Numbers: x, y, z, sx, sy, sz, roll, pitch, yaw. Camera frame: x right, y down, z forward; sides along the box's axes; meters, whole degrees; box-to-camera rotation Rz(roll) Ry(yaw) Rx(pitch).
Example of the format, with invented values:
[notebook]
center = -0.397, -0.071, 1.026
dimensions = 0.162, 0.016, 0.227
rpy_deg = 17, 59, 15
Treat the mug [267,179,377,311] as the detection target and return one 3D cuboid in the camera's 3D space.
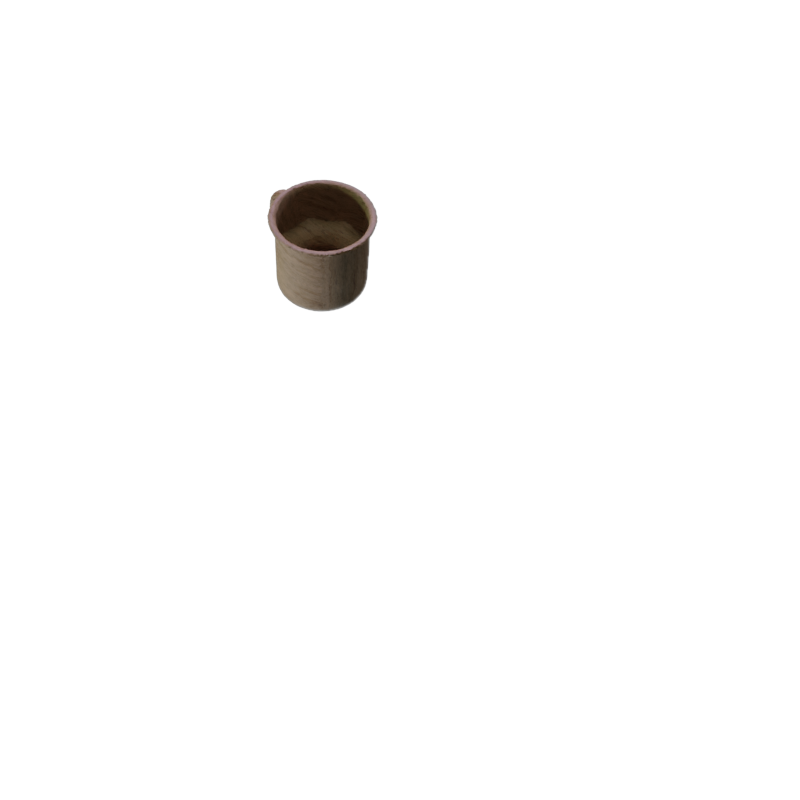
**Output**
[mug]
center = -0.076, -0.139, 0.975
dimensions = 0.094, 0.076, 0.125
rpy_deg = -33, 58, -27
